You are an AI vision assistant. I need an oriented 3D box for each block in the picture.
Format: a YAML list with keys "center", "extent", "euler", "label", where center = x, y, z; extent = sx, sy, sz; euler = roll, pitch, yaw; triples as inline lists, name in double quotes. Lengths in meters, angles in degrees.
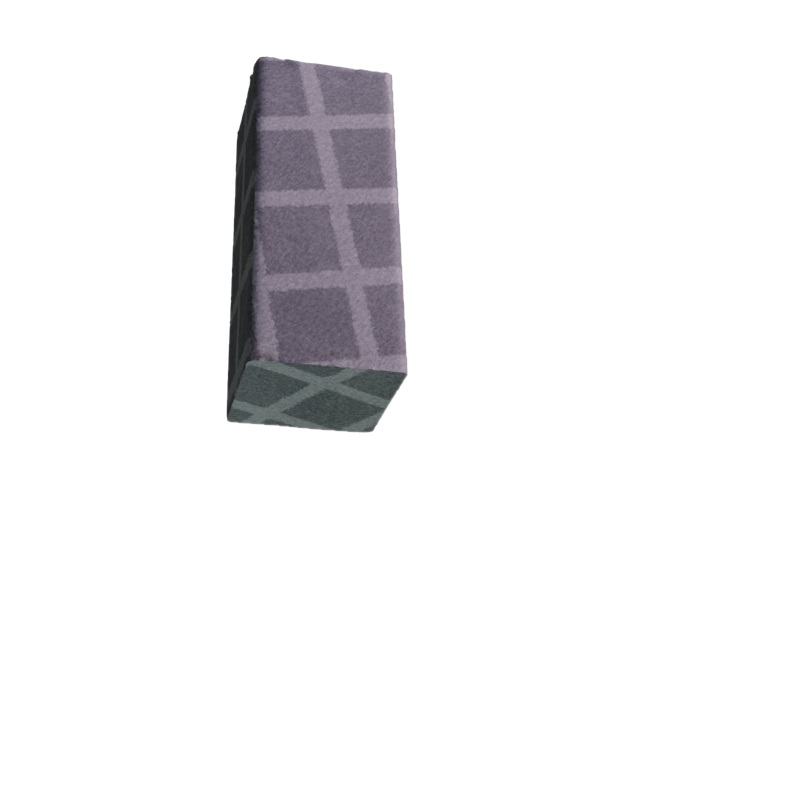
- center: [-0.053, -0.096, 0.672]
  extent: [0.089, 0.219, 0.087]
  euler: [5, -29, -12]
  label: "block"
